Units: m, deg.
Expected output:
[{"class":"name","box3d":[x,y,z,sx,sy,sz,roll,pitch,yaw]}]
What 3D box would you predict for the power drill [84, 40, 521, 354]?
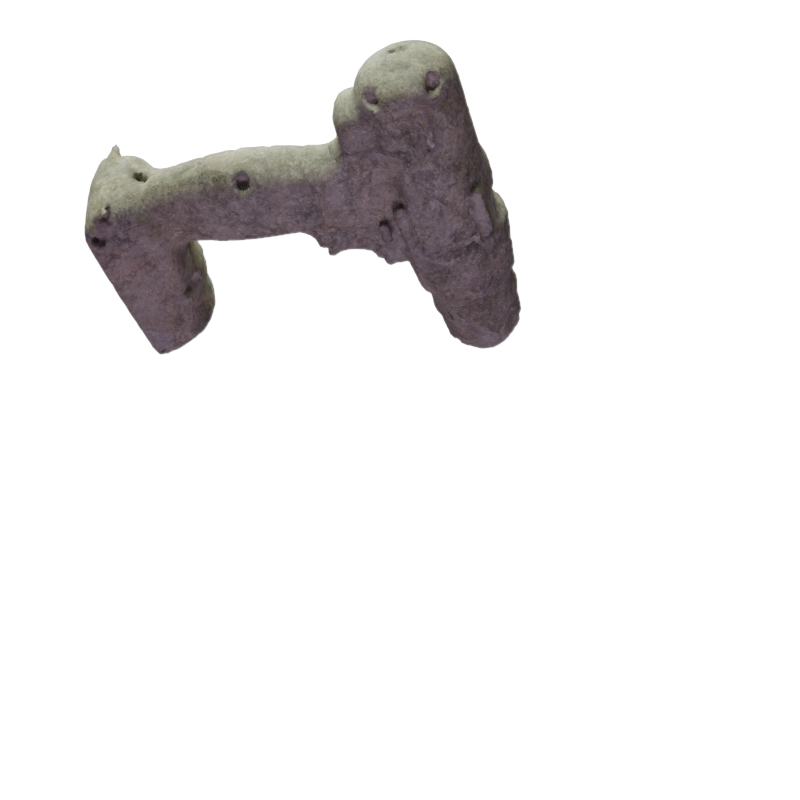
[{"class":"power drill","box3d":[-0.042,-0.077,0.539,0.189,0.062,0.170,-12,-45,12]}]
